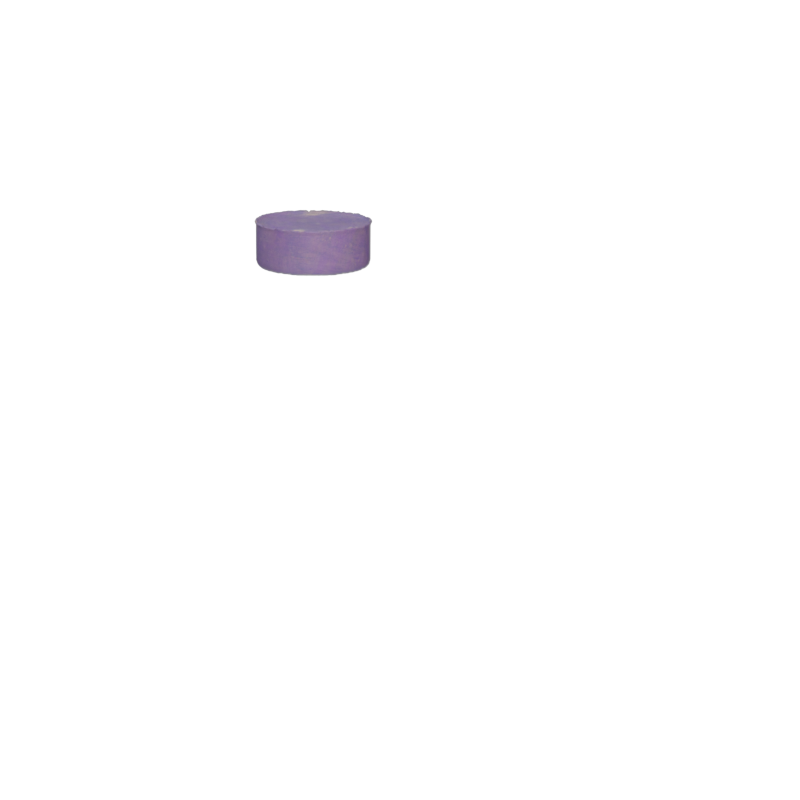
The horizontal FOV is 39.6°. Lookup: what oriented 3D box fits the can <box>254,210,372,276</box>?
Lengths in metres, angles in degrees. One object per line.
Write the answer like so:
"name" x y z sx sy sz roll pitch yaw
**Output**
"can" -0.064 -0.116 0.815 0.086 0.032 0.089 -1 18 -2
